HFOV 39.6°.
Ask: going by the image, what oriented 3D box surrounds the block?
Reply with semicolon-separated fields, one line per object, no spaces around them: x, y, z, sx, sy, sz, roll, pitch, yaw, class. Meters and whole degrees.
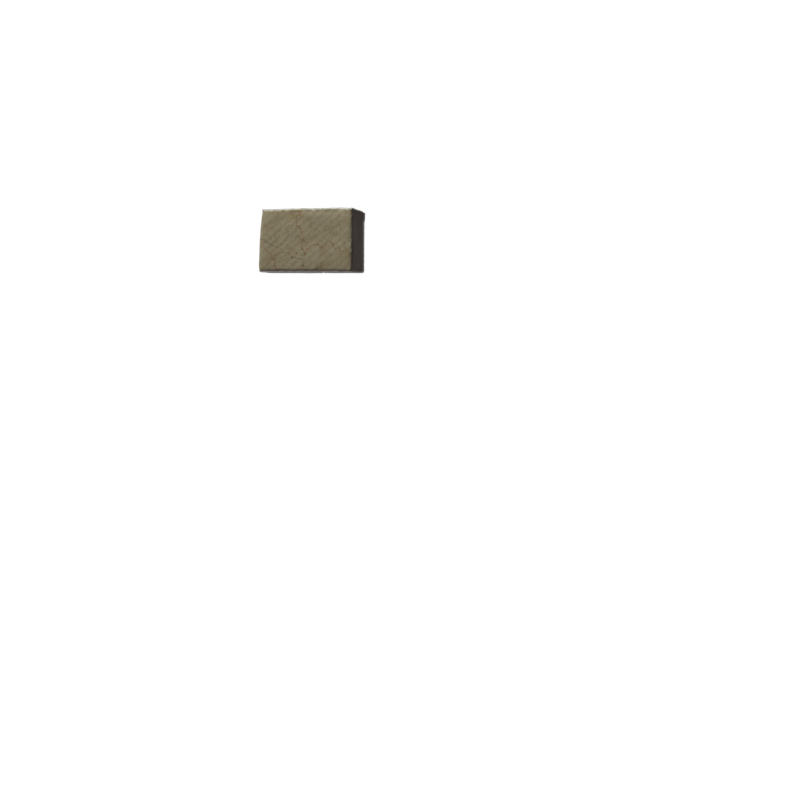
-0.071;-0.129;0.907;0.079;0.051;0.052;1;1;13;block
